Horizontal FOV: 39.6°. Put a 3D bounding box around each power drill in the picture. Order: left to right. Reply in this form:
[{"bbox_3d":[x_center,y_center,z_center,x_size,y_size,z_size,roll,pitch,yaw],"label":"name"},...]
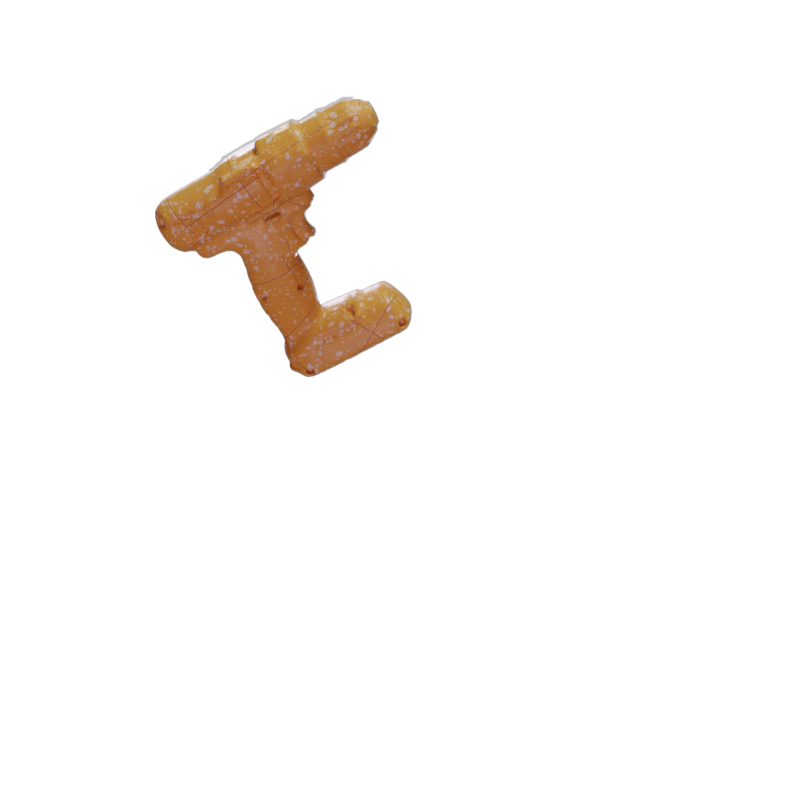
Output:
[{"bbox_3d":[-0.067,-0.121,0.851,0.184,0.177,0.061,-27,25,13],"label":"power drill"}]
